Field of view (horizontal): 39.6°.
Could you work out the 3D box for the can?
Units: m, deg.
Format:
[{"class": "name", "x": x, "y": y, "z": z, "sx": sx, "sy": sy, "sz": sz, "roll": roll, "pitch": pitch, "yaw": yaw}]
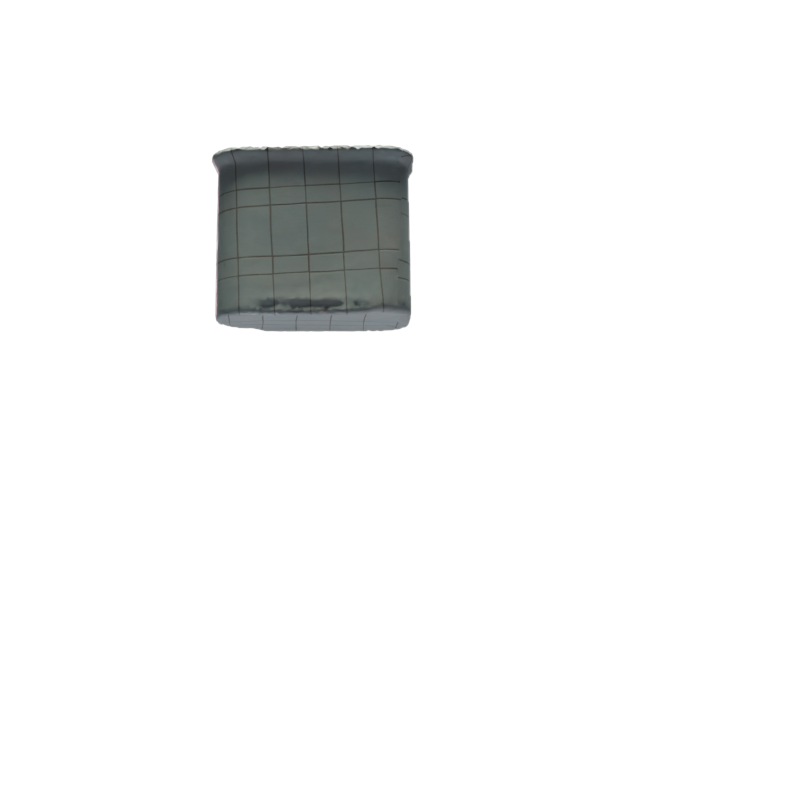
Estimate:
[{"class": "can", "x": -0.044, "y": -0.080, "z": 0.559, "sx": 0.102, "sy": 0.086, "sz": 0.056, "roll": -1, "pitch": -11, "yaw": 1}]
